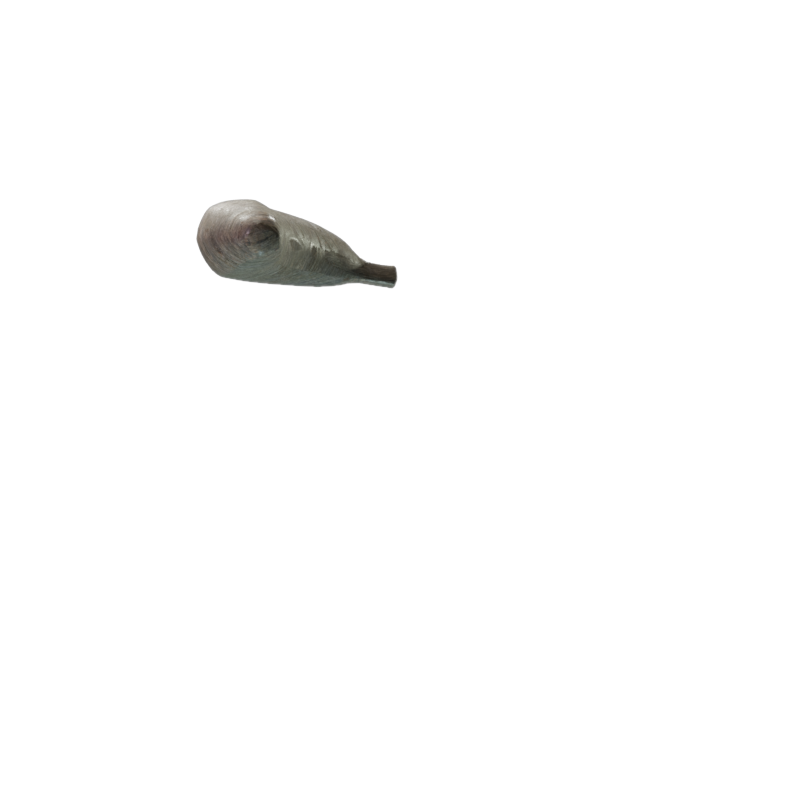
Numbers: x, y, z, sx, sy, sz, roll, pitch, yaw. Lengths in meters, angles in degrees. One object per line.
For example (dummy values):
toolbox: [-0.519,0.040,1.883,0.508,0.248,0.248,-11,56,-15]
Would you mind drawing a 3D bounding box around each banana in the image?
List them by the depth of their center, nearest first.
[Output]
banana: [-0.058,-0.075,0.530,0.071,0.037,0.193,0,3,16]
